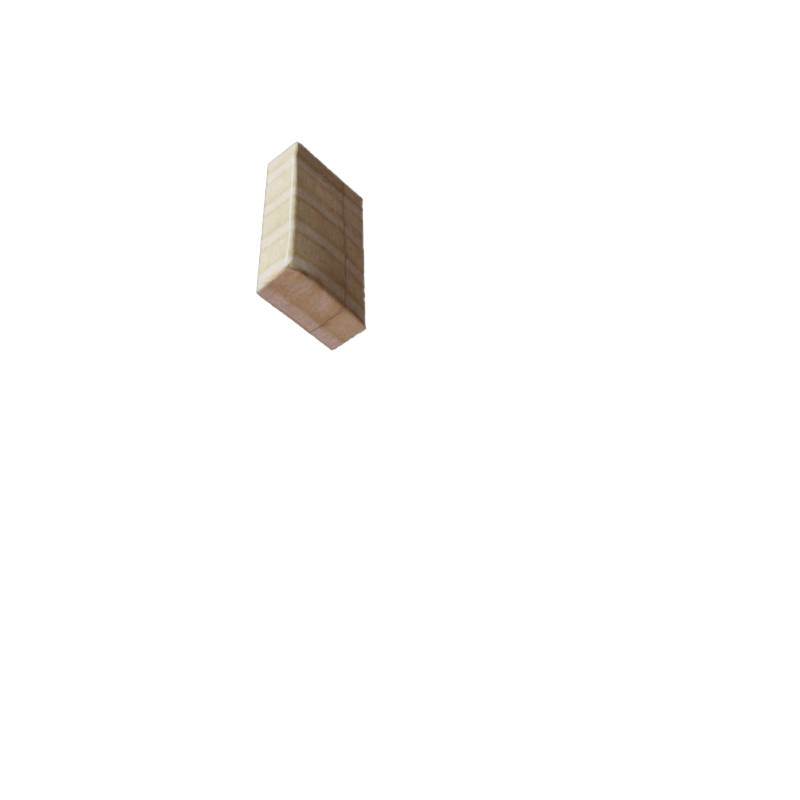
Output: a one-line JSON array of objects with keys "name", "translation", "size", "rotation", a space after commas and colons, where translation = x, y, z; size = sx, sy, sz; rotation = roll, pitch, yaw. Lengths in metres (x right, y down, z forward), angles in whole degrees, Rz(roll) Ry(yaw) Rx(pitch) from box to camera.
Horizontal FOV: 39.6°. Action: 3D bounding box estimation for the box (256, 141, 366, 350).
[{"name": "box", "translation": [-0.075, -0.137, 0.959], "size": [0.048, 0.189, 0.088], "rotation": [-36, -55, 25]}]
